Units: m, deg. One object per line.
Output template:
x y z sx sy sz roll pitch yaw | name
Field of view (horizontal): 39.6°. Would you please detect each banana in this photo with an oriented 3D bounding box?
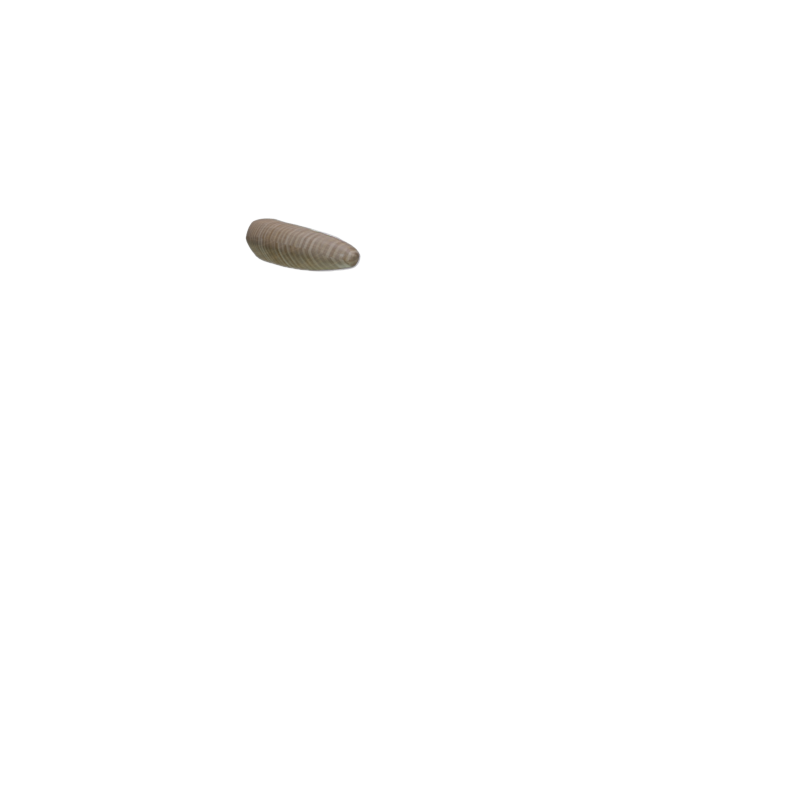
-0.094 -0.137 0.963 0.068 0.036 0.206 -4 14 -17 | banana
